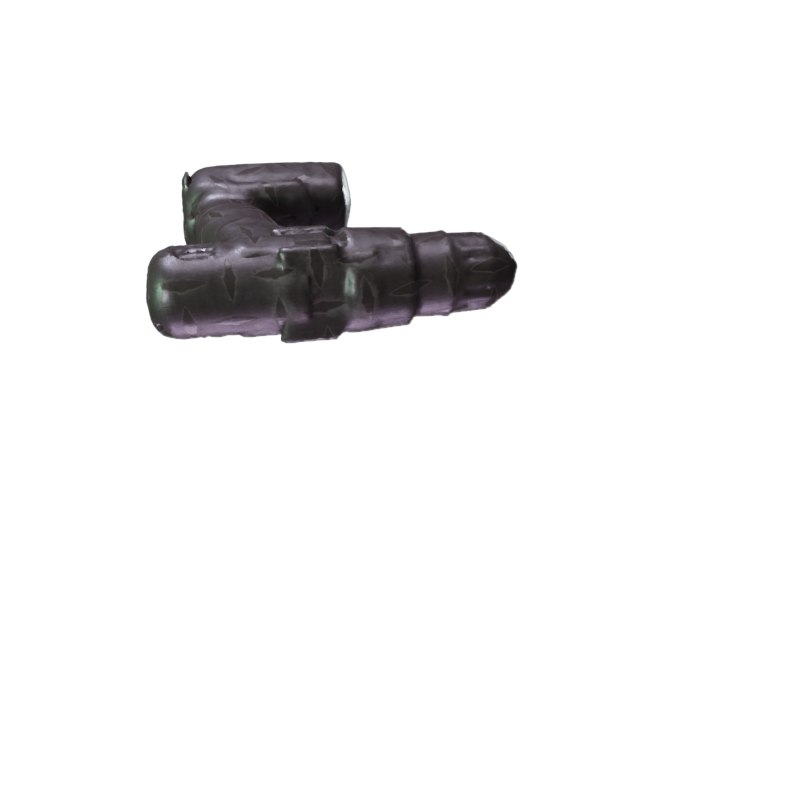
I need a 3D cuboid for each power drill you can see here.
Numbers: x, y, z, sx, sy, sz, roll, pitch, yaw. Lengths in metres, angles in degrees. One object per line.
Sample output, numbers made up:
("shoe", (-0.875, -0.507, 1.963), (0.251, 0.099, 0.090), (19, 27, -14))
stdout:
("power drill", (-0.048, -0.088, 0.613), (0.182, 0.055, 0.198), (-4, 22, -10))
